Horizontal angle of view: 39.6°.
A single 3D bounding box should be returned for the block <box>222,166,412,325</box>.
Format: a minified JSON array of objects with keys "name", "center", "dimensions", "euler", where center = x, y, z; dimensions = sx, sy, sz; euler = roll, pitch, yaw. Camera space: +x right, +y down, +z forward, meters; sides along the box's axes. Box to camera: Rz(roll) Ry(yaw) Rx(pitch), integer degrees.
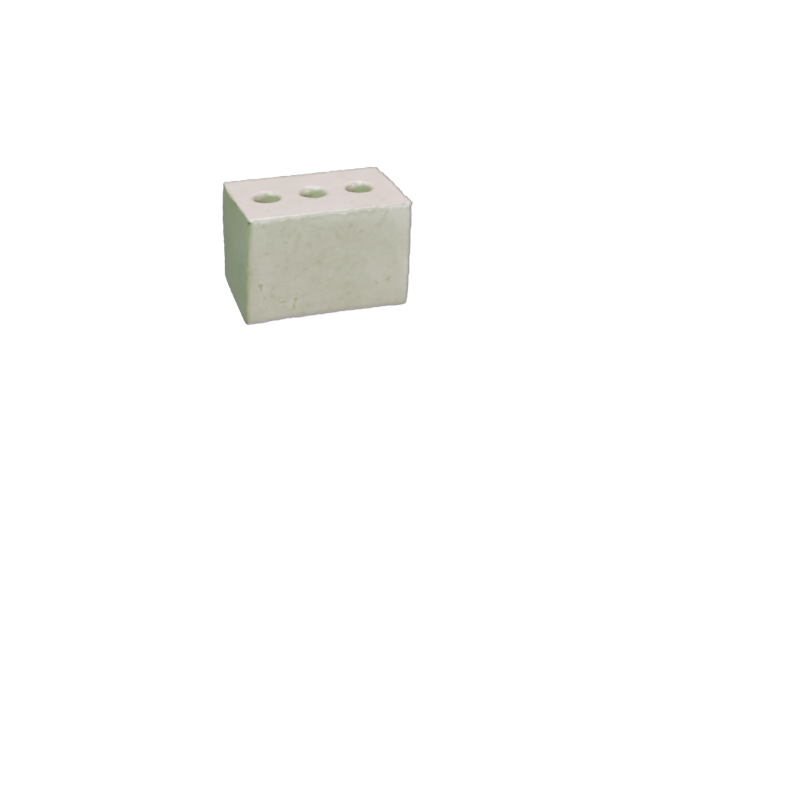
[{"name":"block","center":[-0.040,-0.073,0.514],"dimensions":[0.077,0.048,0.057],"euler":[-9,30,-17]}]
